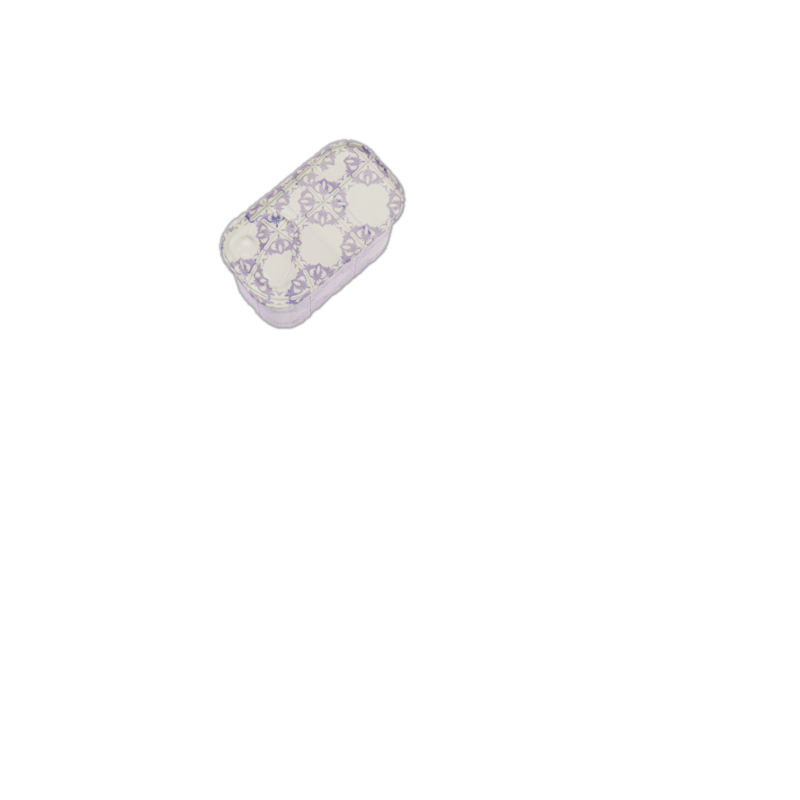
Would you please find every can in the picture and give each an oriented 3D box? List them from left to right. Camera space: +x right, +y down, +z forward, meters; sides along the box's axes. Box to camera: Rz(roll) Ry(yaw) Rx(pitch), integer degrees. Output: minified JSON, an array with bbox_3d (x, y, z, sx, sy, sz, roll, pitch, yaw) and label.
[{"bbox_3d":[-0.050,-0.091,0.636,0.102,0.059,0.082,-41,-5,-9],"label":"can"}]
